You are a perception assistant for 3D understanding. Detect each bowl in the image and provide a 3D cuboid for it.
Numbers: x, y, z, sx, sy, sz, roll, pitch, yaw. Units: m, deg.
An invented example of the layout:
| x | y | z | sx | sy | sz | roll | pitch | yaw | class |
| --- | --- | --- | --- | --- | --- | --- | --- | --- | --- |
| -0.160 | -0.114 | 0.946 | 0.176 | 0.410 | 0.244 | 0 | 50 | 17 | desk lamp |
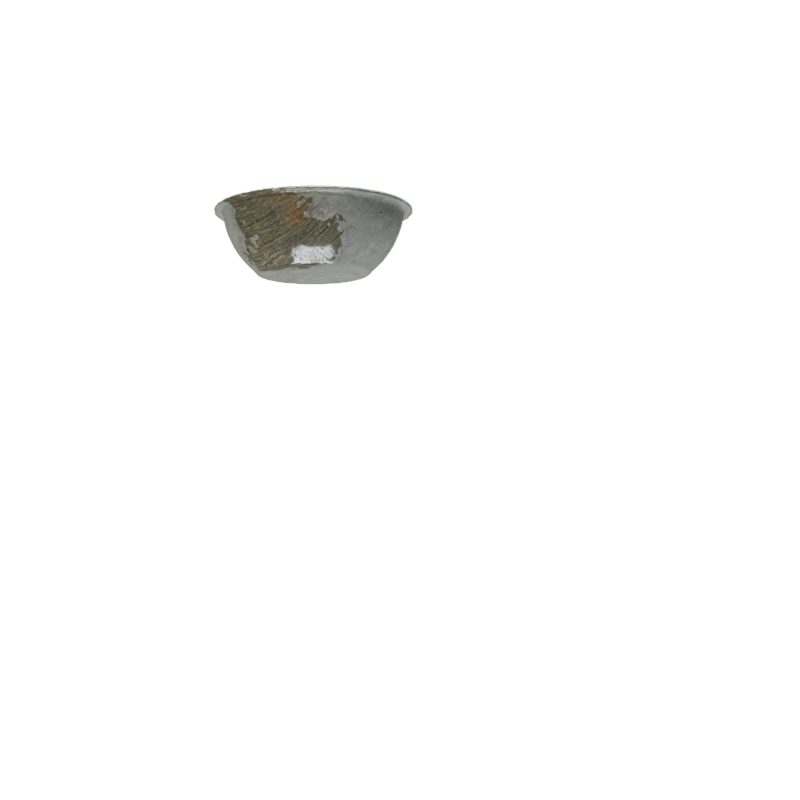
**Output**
| x | y | z | sx | sy | sz | roll | pitch | yaw | class |
| --- | --- | --- | --- | --- | --- | --- | --- | --- | --- |
| -0.071 | -0.129 | 0.901 | 0.162 | 0.056 | 0.159 | 0 | -5 | -2 | bowl |
